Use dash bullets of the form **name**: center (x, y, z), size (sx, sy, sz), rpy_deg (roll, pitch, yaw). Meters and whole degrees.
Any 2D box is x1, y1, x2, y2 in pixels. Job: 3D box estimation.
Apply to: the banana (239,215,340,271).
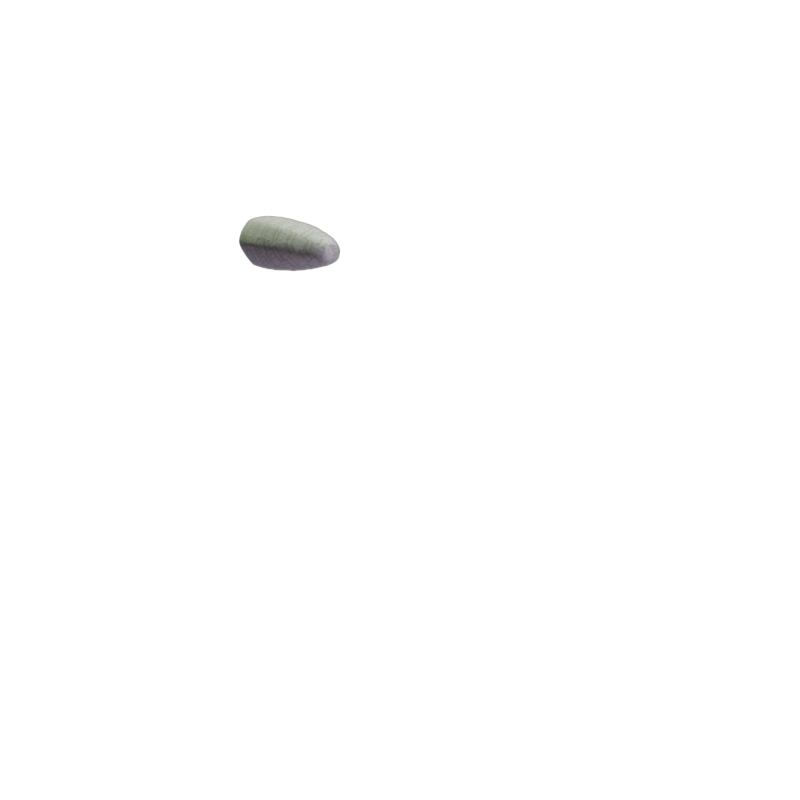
- **banana**: center (-0.080, -0.112, 0.783), size (0.069, 0.036, 0.201), rpy_deg (0, 9, -4)
